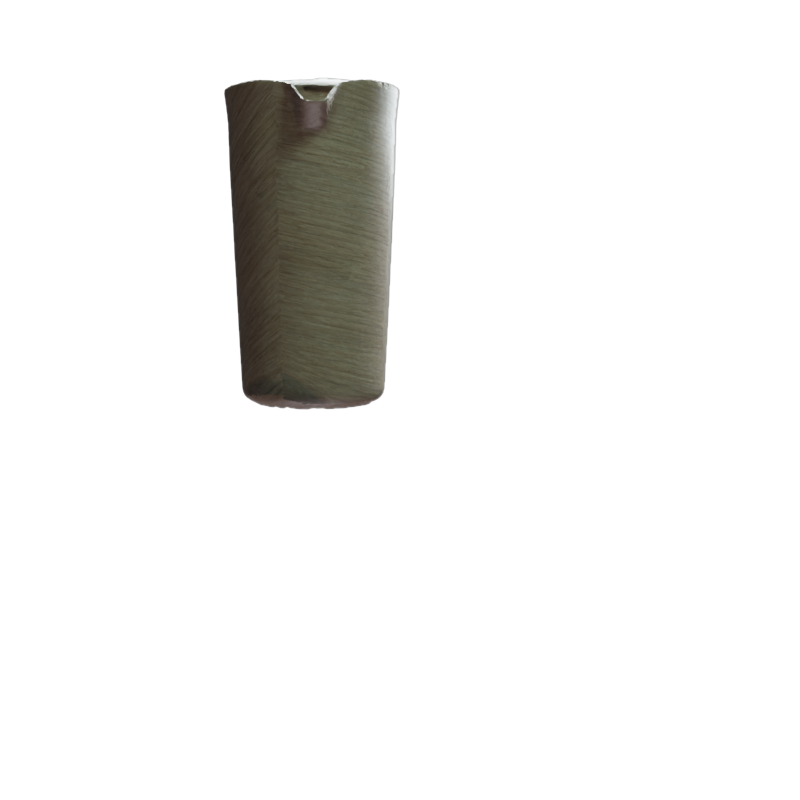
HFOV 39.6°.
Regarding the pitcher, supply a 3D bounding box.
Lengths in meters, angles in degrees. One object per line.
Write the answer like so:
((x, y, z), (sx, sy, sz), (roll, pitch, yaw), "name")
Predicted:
((-0.067, -0.122, 0.852), (0.151, 0.243, 0.143), (1, 1, 40), "pitcher")
